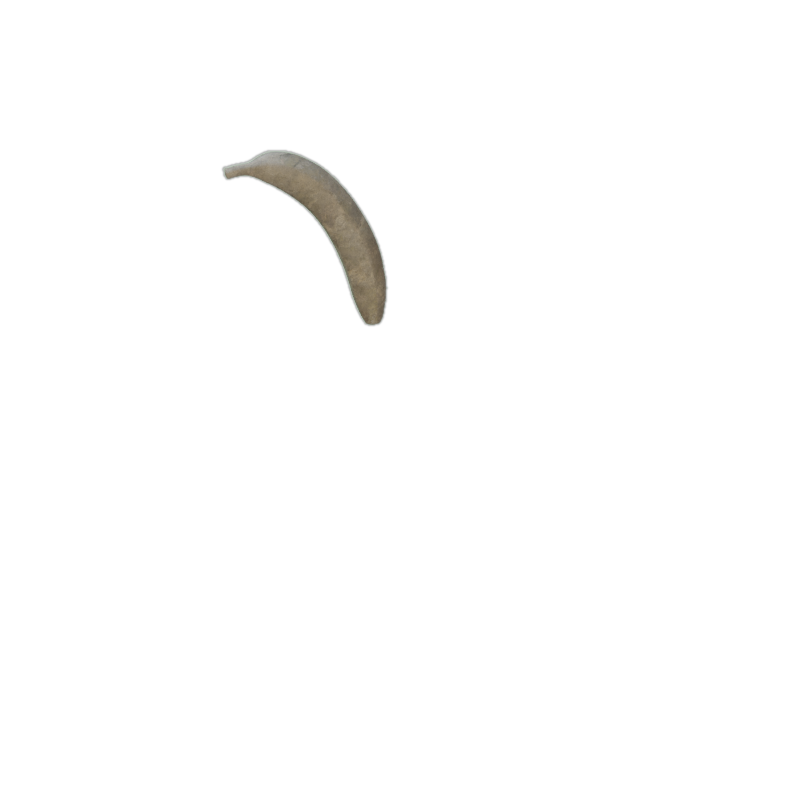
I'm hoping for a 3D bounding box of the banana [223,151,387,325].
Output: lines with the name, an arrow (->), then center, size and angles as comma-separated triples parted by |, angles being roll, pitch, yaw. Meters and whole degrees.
banana -> -0.067, -0.156, 0.988 | 0.069, 0.193, 0.038 | -43, 9, 8
